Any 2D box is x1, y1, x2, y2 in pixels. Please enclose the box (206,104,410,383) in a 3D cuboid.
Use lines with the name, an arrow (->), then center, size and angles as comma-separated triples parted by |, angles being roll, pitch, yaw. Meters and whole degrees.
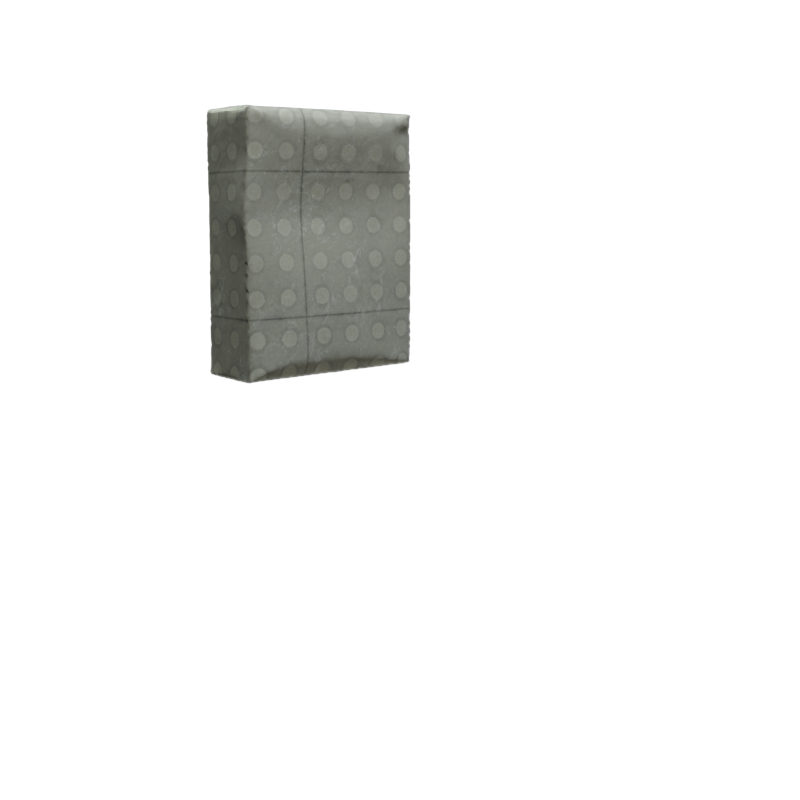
box -> -0.071, -0.129, 0.905 | 0.159, 0.212, 0.075 | -4, 5, -36
